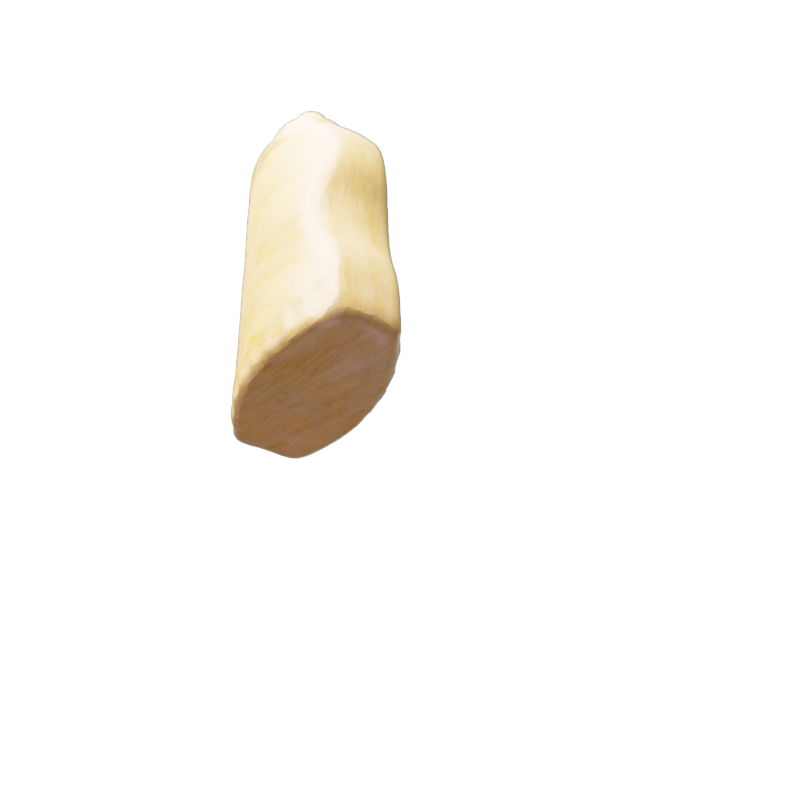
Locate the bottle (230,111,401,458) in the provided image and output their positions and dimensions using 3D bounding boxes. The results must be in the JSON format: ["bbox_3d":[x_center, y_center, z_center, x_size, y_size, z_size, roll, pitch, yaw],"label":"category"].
[{"bbox_3d":[-0.042,-0.075,0.525,0.056,0.206,0.093,19,-49,-22],"label":"bottle"}]
